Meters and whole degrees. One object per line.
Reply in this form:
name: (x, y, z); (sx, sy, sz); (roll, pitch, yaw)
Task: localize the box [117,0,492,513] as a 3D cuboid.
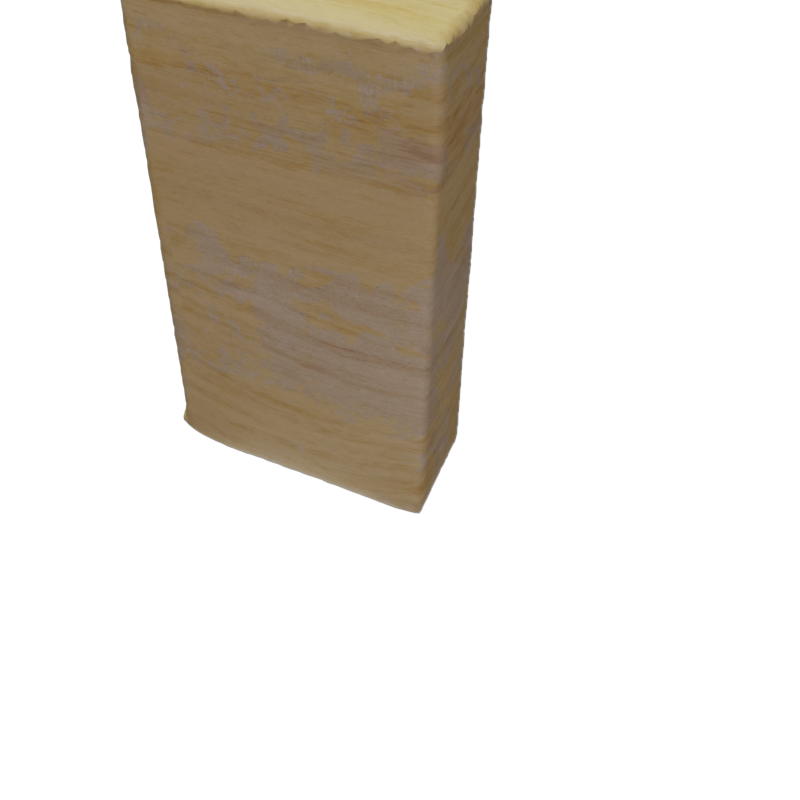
box: (-0.026, -0.048, 0.338); (0.097, 0.164, 0.050); (19, 44, 17)
